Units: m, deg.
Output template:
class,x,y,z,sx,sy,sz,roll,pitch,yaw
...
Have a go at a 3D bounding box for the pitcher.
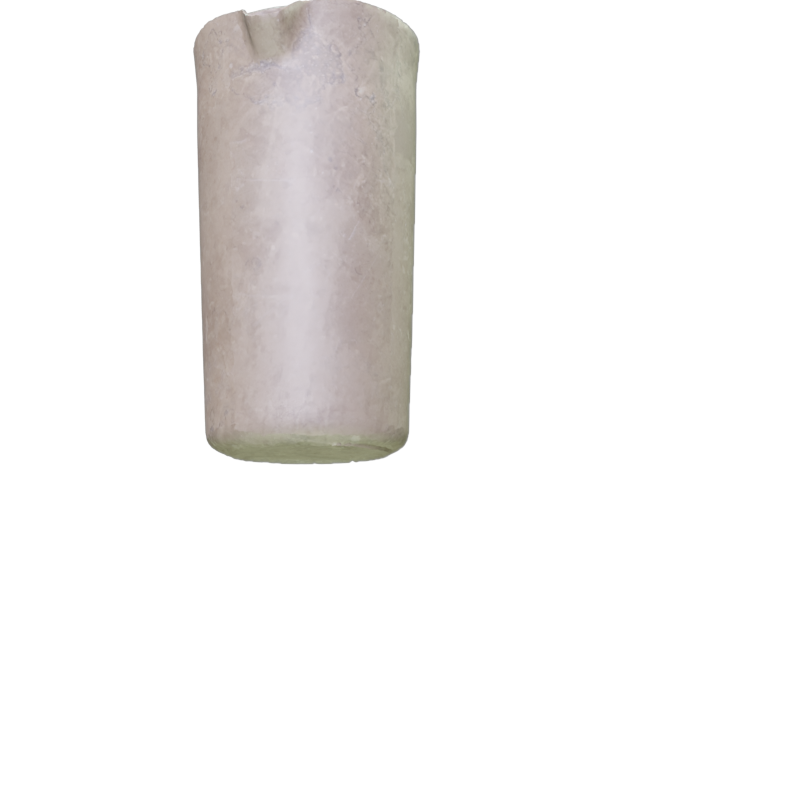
class,x,y,z,sx,sy,sz,roll,pitch,yaw
pitcher,-0.049,-0.090,0.630,0.143,0.253,0.146,9,-18,-32
